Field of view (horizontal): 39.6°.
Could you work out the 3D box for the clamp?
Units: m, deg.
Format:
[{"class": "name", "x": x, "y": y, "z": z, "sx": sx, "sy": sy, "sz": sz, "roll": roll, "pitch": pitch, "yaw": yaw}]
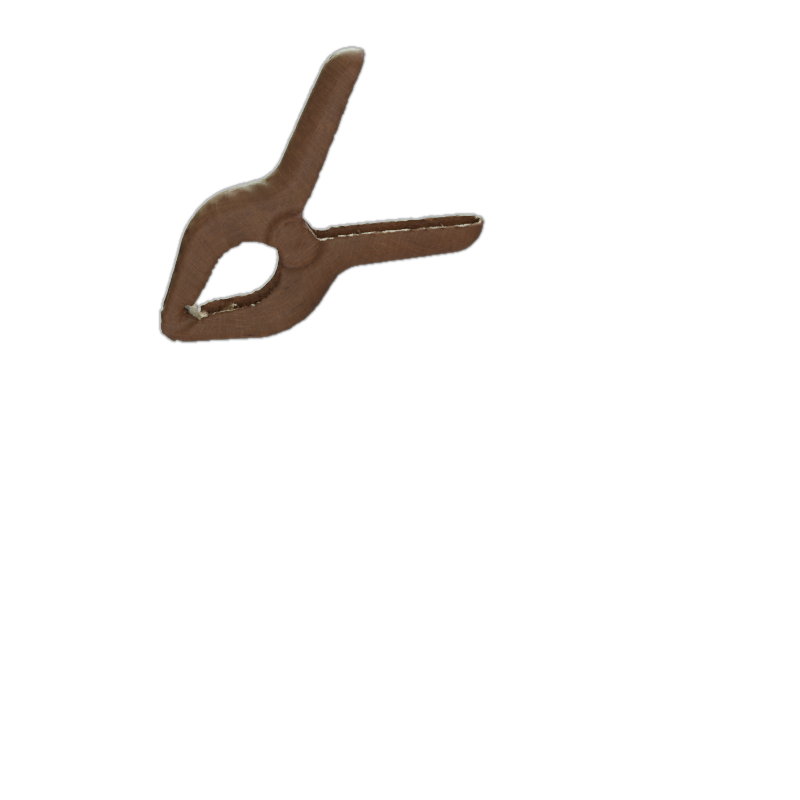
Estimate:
[{"class": "clamp", "x": -0.044, "y": -0.081, "z": 0.566, "sx": 0.170, "sy": 0.118, "sz": 0.040, "roll": -44, "pitch": 8, "yaw": 7}]
